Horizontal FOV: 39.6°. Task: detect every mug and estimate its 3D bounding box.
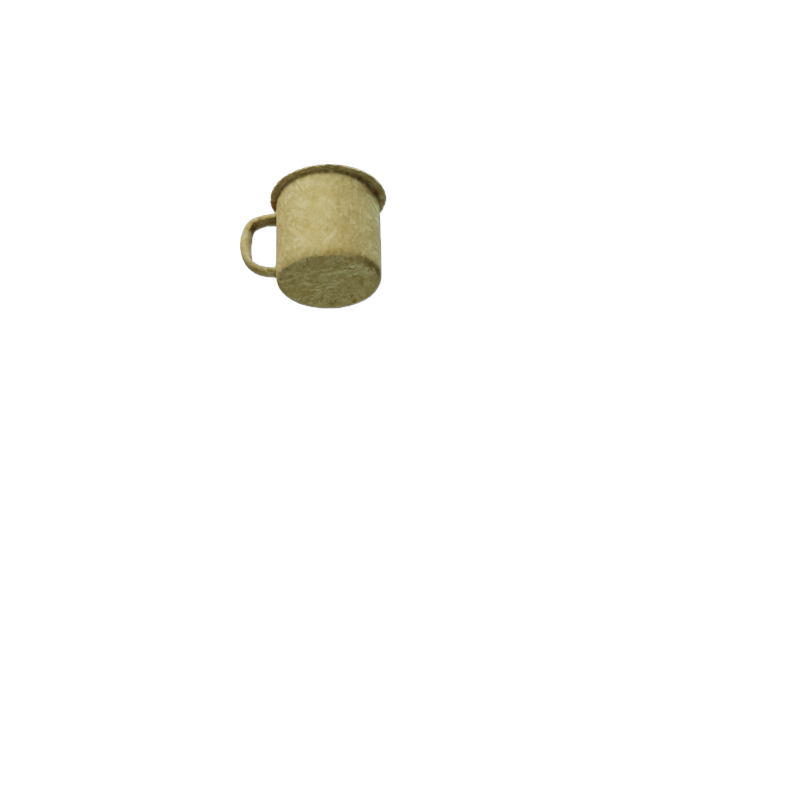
[{"bbox_3d":[-0.068,-0.124,0.870,0.118,0.087,0.087,-3,-29,4],"label":"mug"}]
